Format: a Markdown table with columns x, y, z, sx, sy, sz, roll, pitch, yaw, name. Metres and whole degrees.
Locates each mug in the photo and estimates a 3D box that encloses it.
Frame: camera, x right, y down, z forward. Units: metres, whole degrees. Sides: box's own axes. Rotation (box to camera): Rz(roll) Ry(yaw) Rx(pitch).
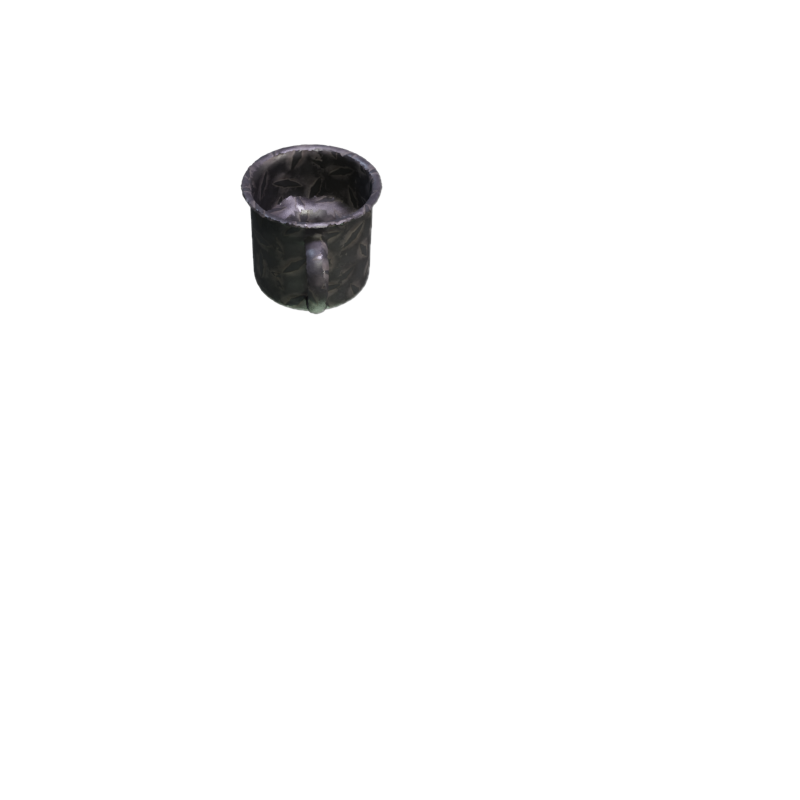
| x | y | z | sx | sy | sz | roll | pitch | yaw | name |
| --- | --- | --- | --- | --- | --- | --- | --- | --- | --- |
| -0.058 | -0.107 | 0.746 | 0.092 | 0.076 | 0.126 | -5 | 43 | -7 | mug |
